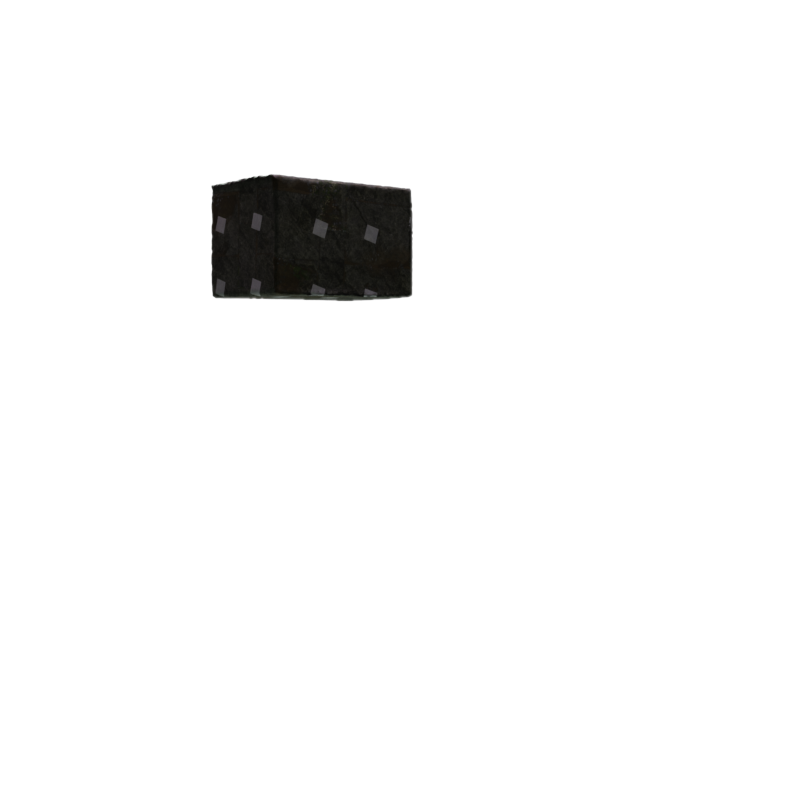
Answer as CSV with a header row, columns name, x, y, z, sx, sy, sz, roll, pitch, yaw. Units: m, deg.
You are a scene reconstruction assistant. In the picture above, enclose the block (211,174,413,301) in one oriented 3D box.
name,x,y,z,sx,sy,sz,roll,pitch,yaw
block,-0.039,-0.071,0.499,0.075,0.052,0.055,-1,0,-39
